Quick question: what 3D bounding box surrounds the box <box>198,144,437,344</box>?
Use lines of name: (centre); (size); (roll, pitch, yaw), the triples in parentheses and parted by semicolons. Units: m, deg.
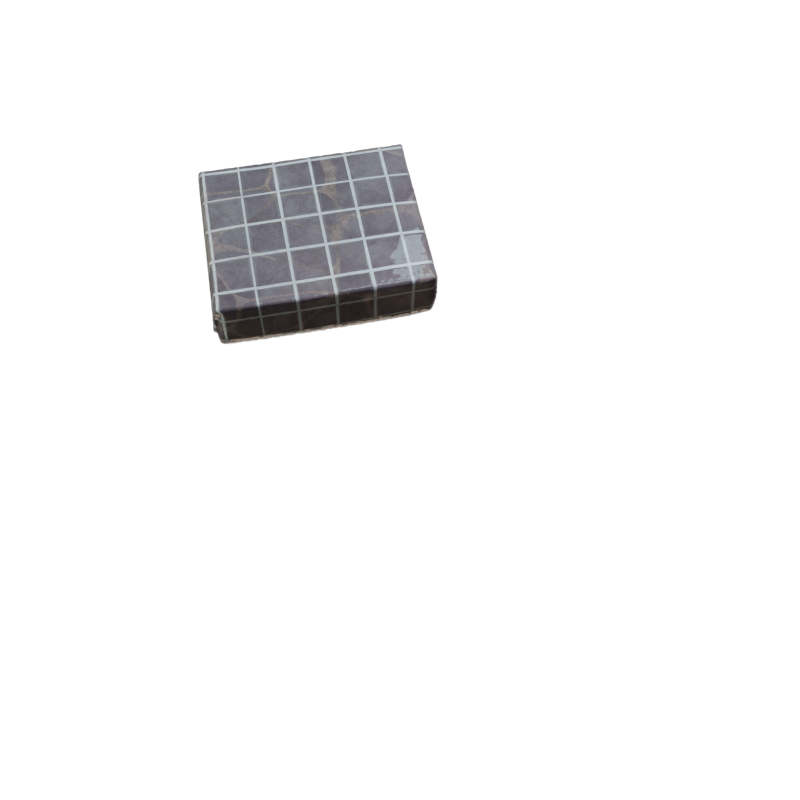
box: (-0.045, -0.082, 0.575); (0.113, 0.096, 0.036); (-8, -32, -6)
